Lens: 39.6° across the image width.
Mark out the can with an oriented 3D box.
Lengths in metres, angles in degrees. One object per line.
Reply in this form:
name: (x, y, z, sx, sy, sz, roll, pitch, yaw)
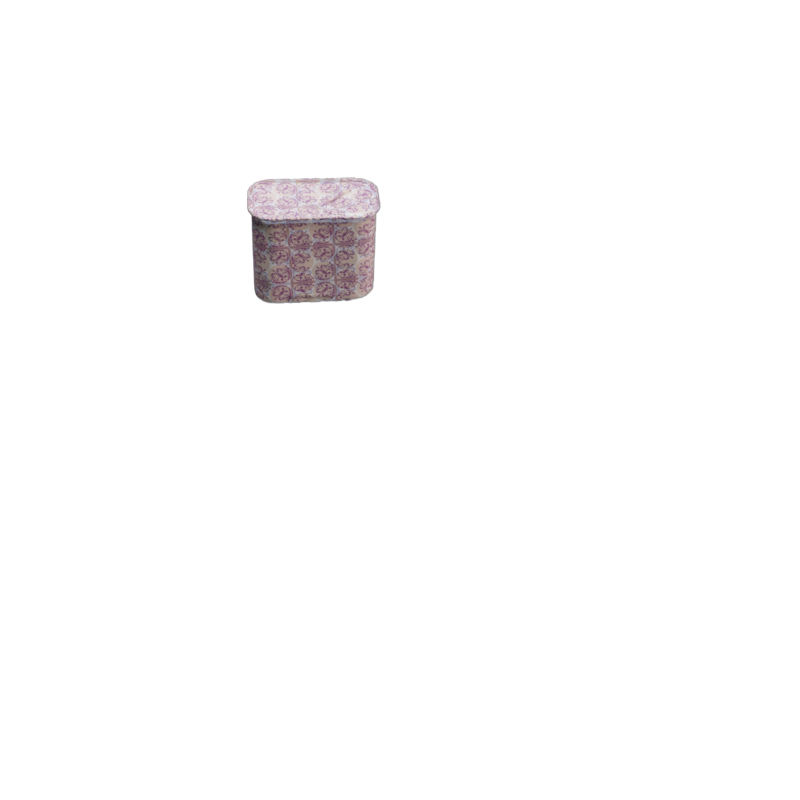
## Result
can: (-0.068, -0.125, 0.873, 0.101, 0.078, 0.062, -2, 38, -4)
